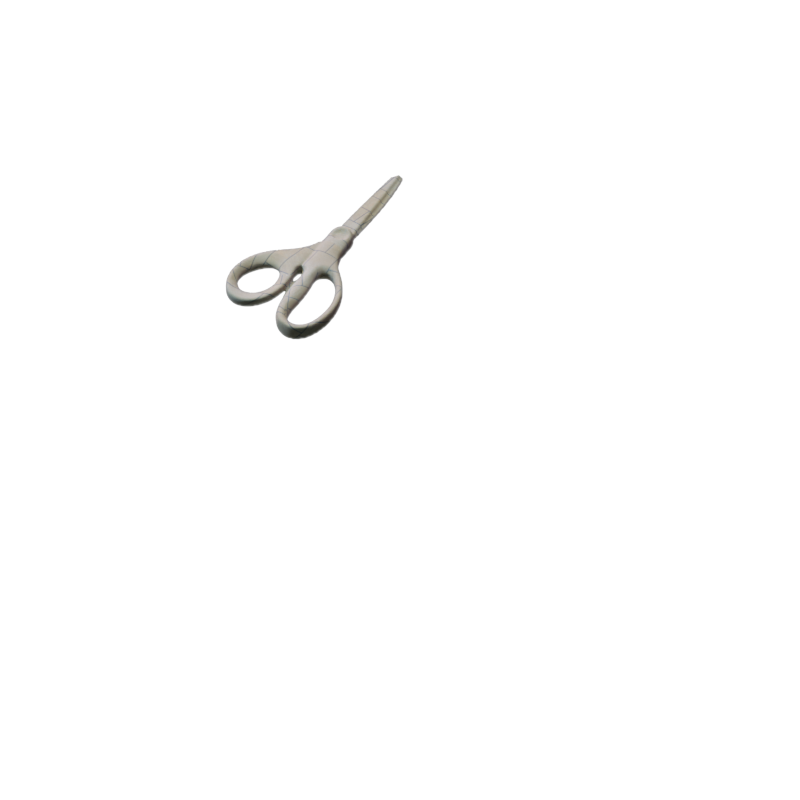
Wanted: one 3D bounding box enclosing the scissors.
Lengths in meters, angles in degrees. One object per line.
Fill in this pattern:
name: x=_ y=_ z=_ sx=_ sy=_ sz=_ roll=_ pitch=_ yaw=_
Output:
scissors: x=-0.067 y=-0.122 z=0.857 sx=0.098 sy=0.015 sz=0.212 roll=9 pitch=45 yaw=9
